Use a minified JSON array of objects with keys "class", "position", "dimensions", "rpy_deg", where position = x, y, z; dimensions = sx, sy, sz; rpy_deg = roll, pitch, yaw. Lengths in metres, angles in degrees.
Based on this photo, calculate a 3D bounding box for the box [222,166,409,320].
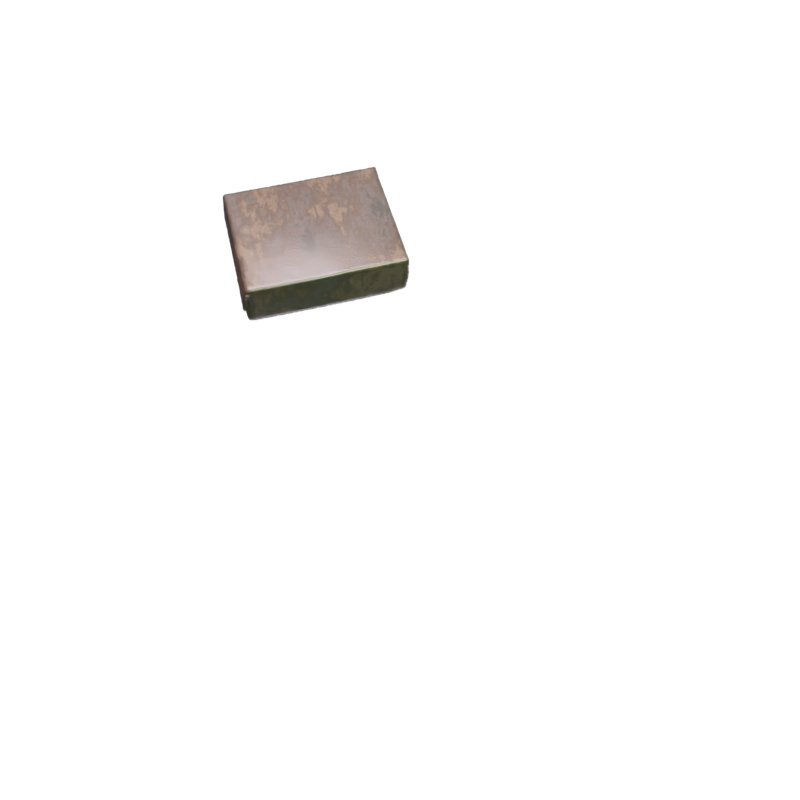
[{"class":"box","position":[-0.059,-0.108,0.760],"dimensions":[0.113,0.097,0.036],"rpy_deg":[-11,-36,-9]}]
